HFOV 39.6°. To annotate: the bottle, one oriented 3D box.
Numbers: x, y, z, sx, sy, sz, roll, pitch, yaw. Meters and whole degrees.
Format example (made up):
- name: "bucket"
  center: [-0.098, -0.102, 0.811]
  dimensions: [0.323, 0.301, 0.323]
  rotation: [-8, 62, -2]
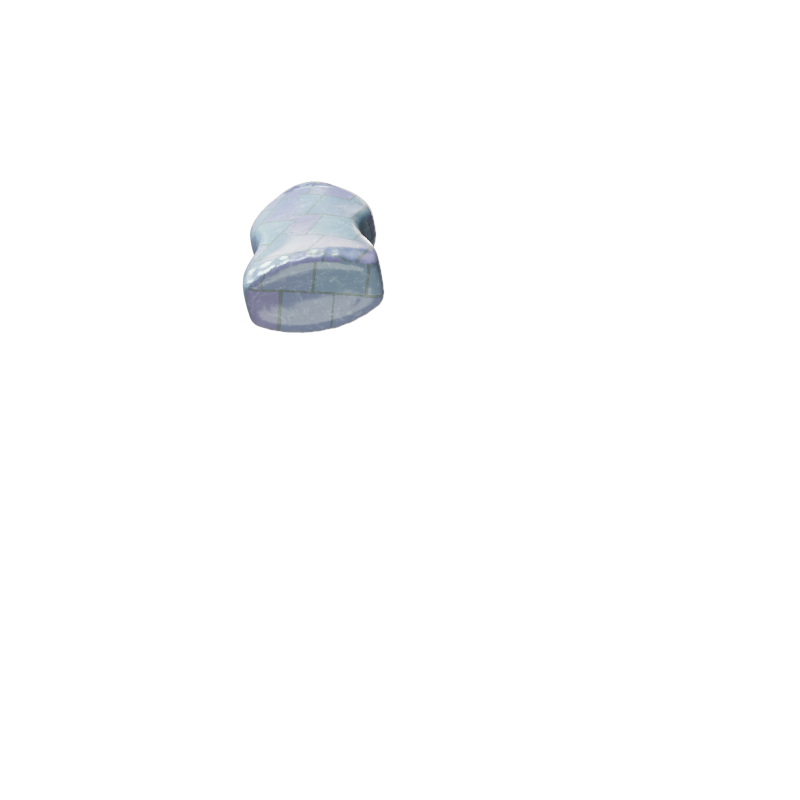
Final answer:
- name: "bottle"
  center: [-0.066, -0.120, 0.841]
  dimensions: [0.096, 0.055, 0.203]
  rotation: [-12, 30, 3]
